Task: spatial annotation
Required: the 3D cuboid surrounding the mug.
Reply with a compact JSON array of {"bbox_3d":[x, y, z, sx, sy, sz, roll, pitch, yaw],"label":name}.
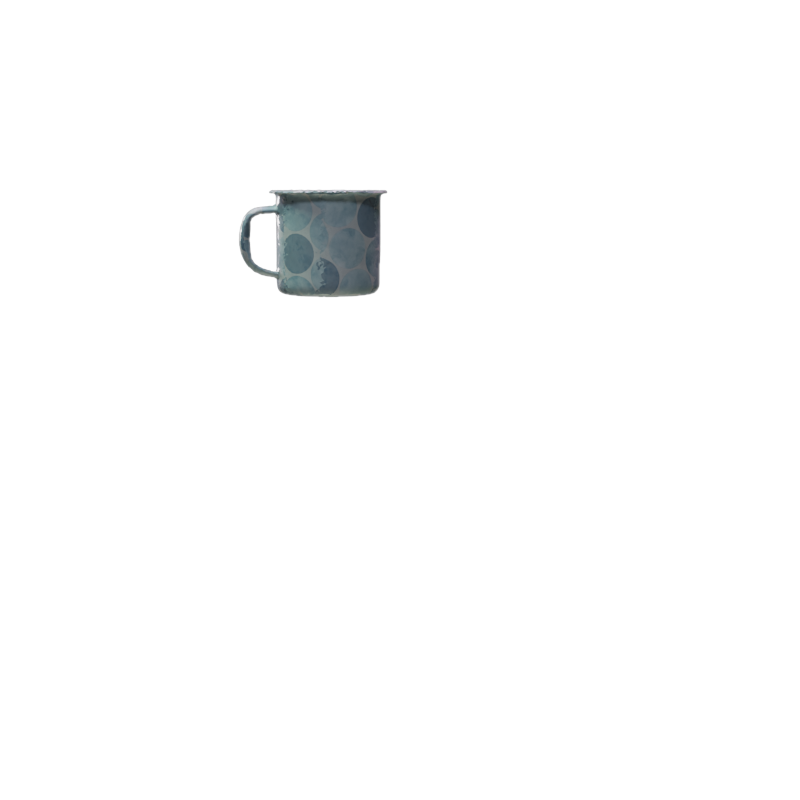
[{"bbox_3d":[-0.068,-0.124,0.872,0.115,0.081,0.096,-2,7,-13],"label":"mug"}]
